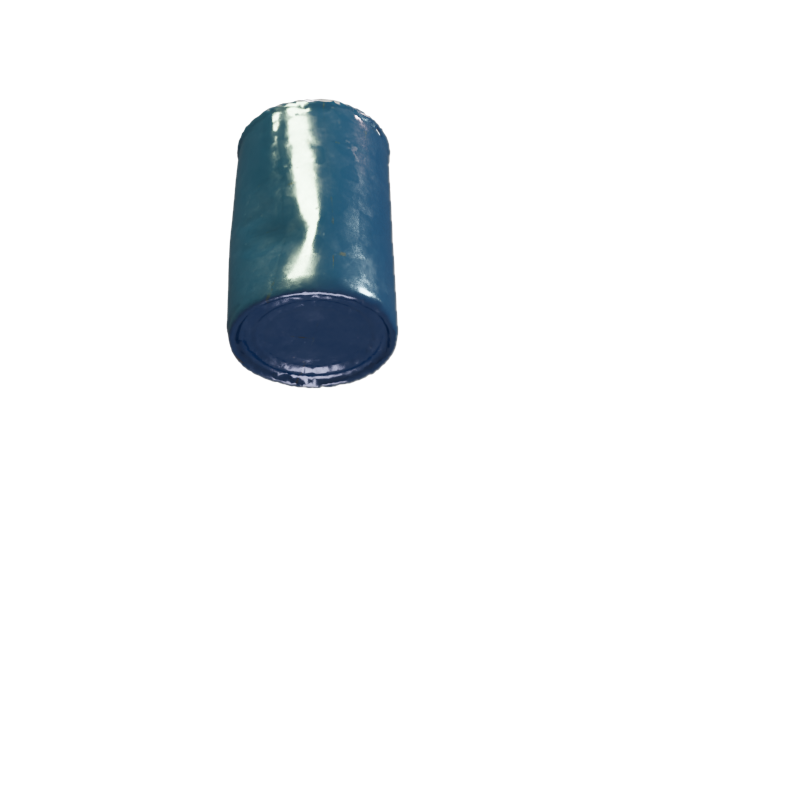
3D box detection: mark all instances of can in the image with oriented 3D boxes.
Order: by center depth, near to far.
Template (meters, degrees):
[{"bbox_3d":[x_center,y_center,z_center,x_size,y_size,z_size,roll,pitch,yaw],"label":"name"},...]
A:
[{"bbox_3d":[-0.036,-0.066,0.459,0.068,0.110,0.064,-1,-36,-3],"label":"can"}]
